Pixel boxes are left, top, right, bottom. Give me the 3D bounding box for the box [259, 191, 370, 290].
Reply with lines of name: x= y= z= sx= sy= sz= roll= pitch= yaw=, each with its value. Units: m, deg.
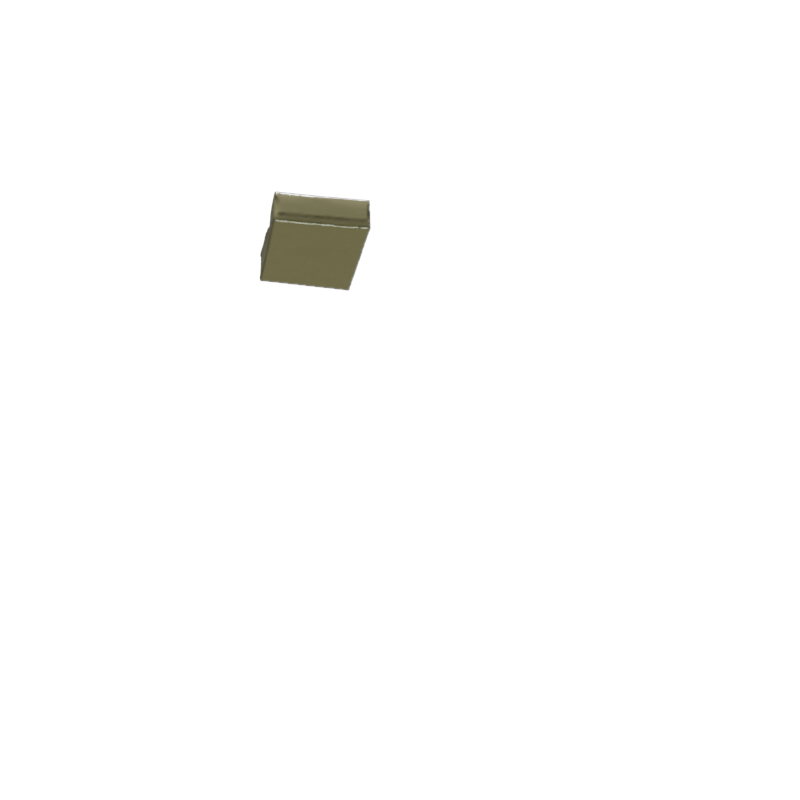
box: x=-0.067 y=-0.122 z=0.855 sx=0.072 sy=0.032 sz=0.085 roll=5 pitch=-30 yaw=-10
